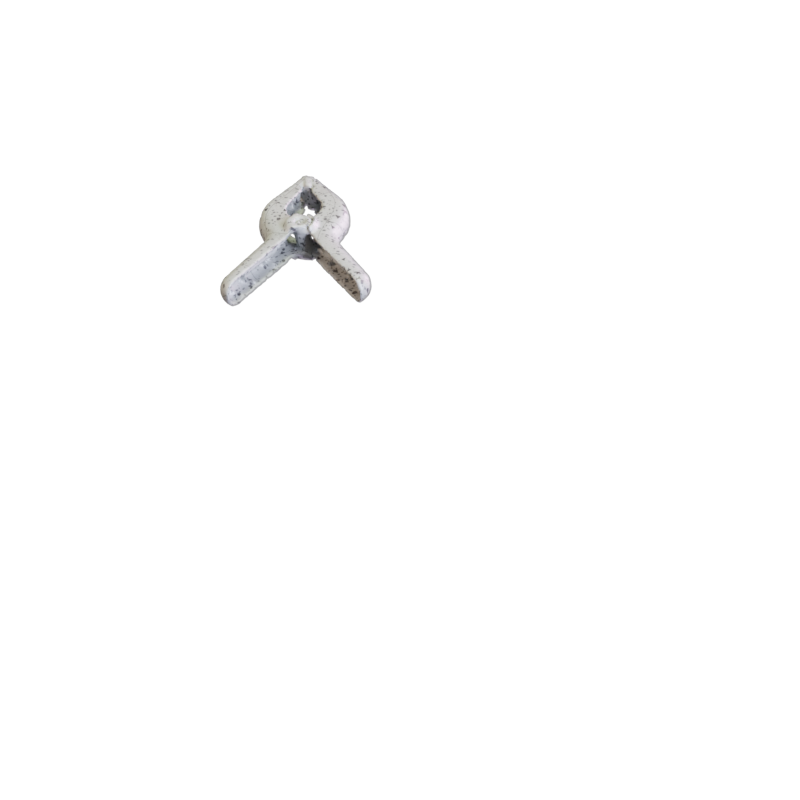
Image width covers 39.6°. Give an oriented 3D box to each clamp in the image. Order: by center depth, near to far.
[{"bbox_3d":[-0.073,-0.134,0.937,0.122,0.037,0.181,7,43,7],"label":"clamp"}]
